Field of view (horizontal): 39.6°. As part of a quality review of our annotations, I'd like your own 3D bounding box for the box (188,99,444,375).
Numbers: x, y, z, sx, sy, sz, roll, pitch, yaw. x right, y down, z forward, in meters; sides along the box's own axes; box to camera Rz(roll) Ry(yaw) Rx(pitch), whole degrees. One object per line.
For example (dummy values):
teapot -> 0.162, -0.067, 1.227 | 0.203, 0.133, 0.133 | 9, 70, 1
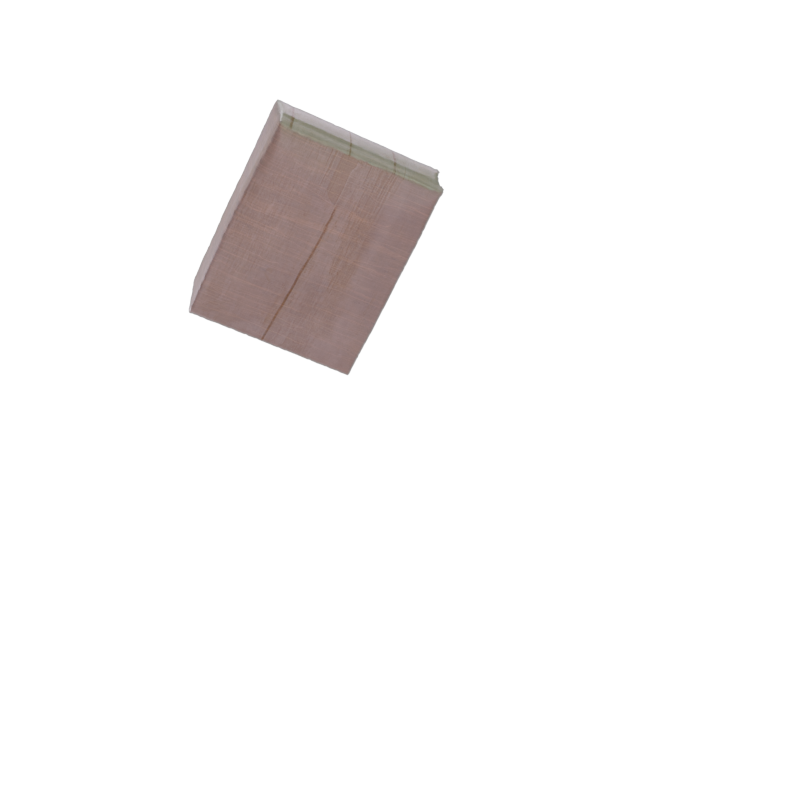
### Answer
box -> -0.043, -0.079, 0.551 | 0.088, 0.110, 0.041 | 23, 25, -12
